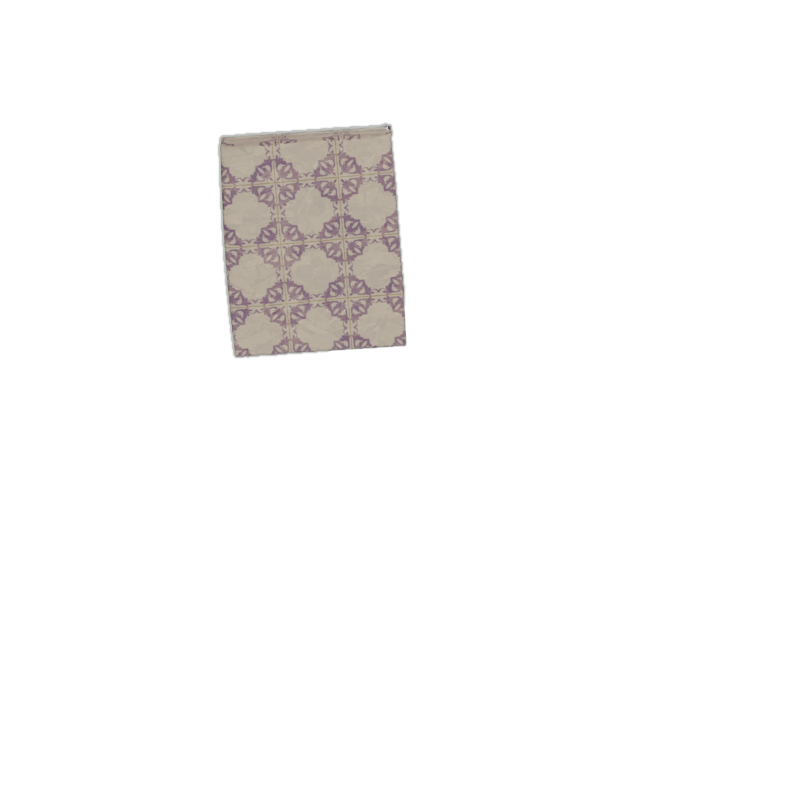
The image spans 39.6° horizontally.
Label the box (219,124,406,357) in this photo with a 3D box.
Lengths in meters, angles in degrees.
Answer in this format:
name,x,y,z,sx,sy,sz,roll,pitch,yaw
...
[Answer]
name,x,y,z,sx,sy,sz,roll,pitch,yaw
box,-0.044,-0.081,0.566,0.090,0.110,0.040,-3,14,0
